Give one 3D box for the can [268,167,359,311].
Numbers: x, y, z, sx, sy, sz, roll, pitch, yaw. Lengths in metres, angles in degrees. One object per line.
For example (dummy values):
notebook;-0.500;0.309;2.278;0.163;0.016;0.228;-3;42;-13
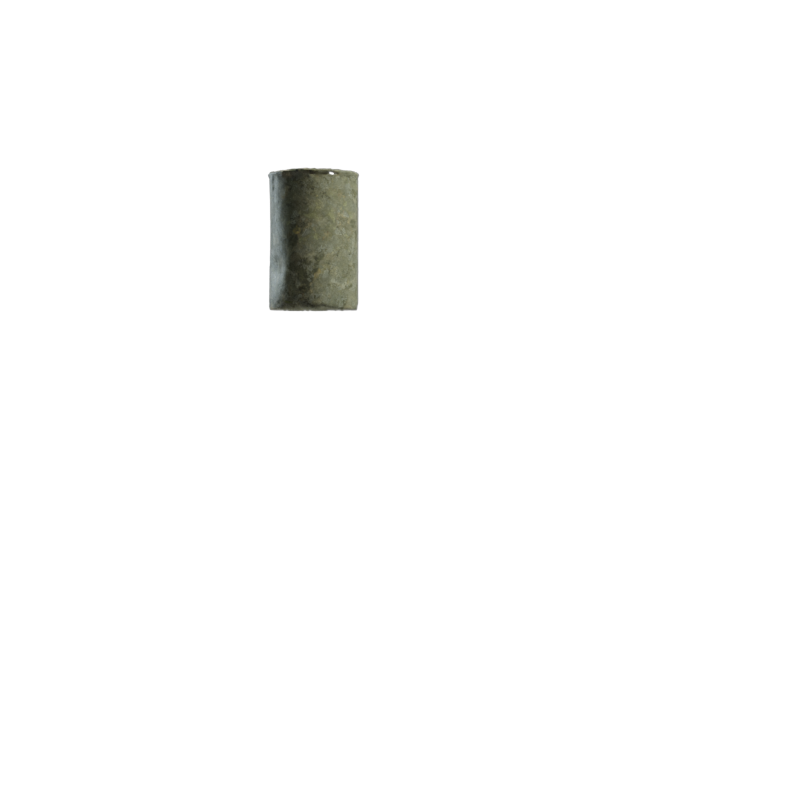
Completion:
can;-0.064;-0.117;0.823;0.068;0.103;0.068;0;-2;-2
